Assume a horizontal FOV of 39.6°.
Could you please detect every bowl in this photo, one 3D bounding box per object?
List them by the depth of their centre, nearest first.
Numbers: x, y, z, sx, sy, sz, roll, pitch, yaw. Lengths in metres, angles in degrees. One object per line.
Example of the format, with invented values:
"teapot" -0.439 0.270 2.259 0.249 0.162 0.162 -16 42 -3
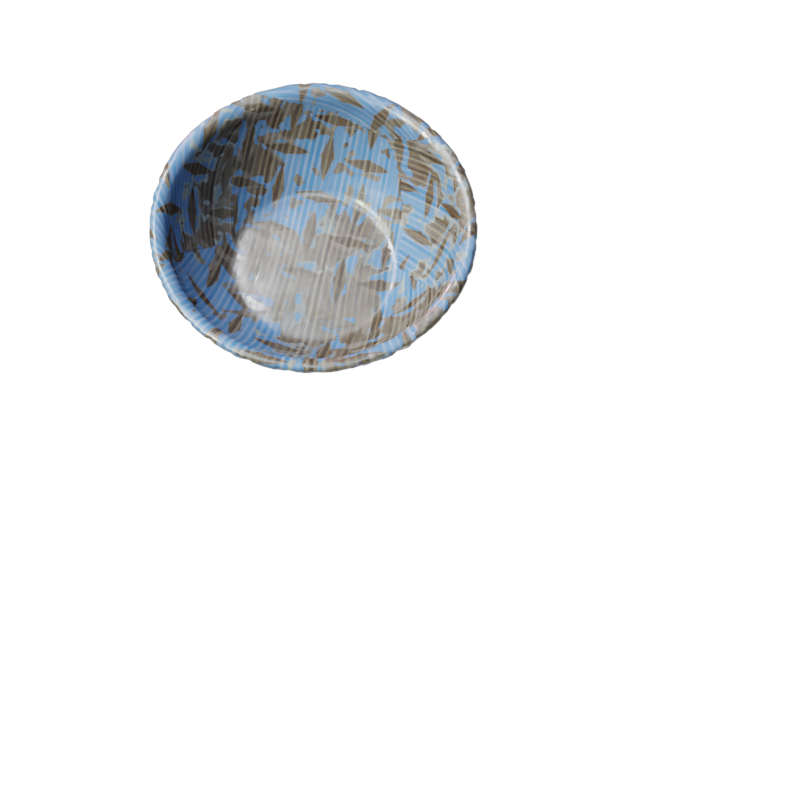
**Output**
"bowl" -0.044 -0.081 0.566 0.162 0.172 0.052 -1 -26 -1
